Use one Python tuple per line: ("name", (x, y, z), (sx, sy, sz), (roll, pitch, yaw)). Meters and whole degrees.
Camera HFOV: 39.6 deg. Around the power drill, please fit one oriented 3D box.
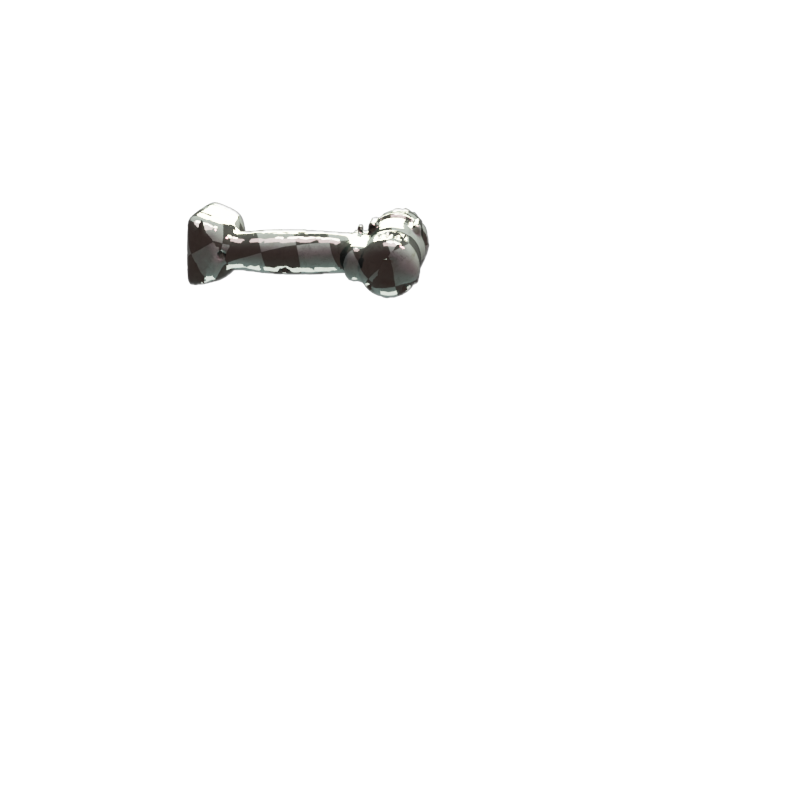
("power drill", (-0.071, -0.129, 0.905), (0.189, 0.056, 0.189), (2, 17, 5))
